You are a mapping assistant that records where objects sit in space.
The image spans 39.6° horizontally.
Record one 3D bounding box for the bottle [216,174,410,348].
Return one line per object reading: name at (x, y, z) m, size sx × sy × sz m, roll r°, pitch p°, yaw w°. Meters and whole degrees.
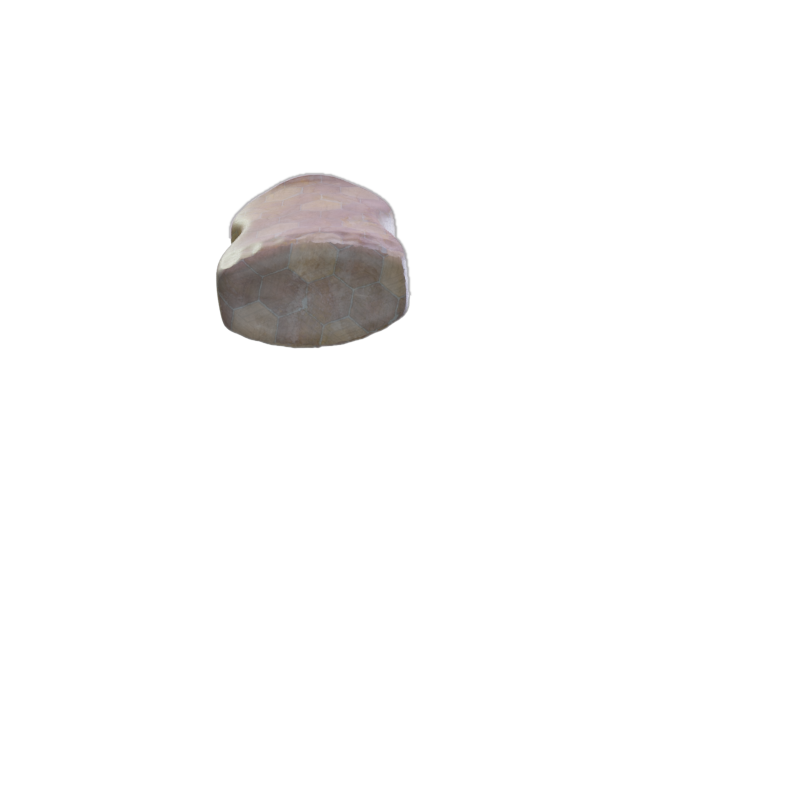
bottle at (-0.049, -0.090, 0.632) m, size 0.096 × 0.056 × 0.201 m, roll -7°, pitch 23°, yaw -1°
